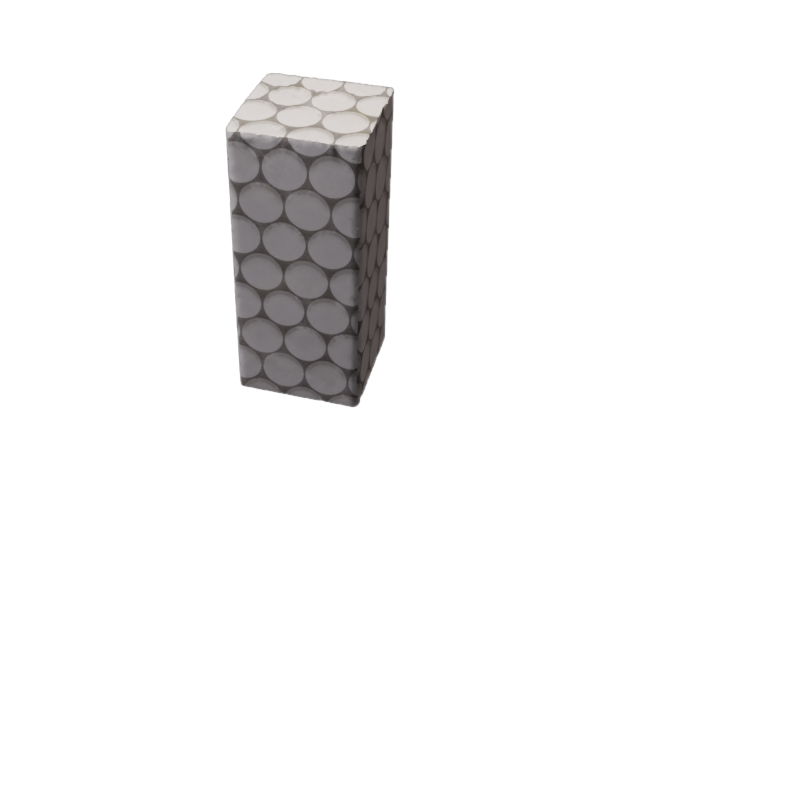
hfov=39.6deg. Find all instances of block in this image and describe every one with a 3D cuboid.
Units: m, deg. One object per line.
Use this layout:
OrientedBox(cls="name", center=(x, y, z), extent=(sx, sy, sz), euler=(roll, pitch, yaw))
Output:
OrientedBox(cls="block", center=(-0.060, -0.108, 0.760), extent=(0.093, 0.193, 0.094), euler=(10, 37, 10))
